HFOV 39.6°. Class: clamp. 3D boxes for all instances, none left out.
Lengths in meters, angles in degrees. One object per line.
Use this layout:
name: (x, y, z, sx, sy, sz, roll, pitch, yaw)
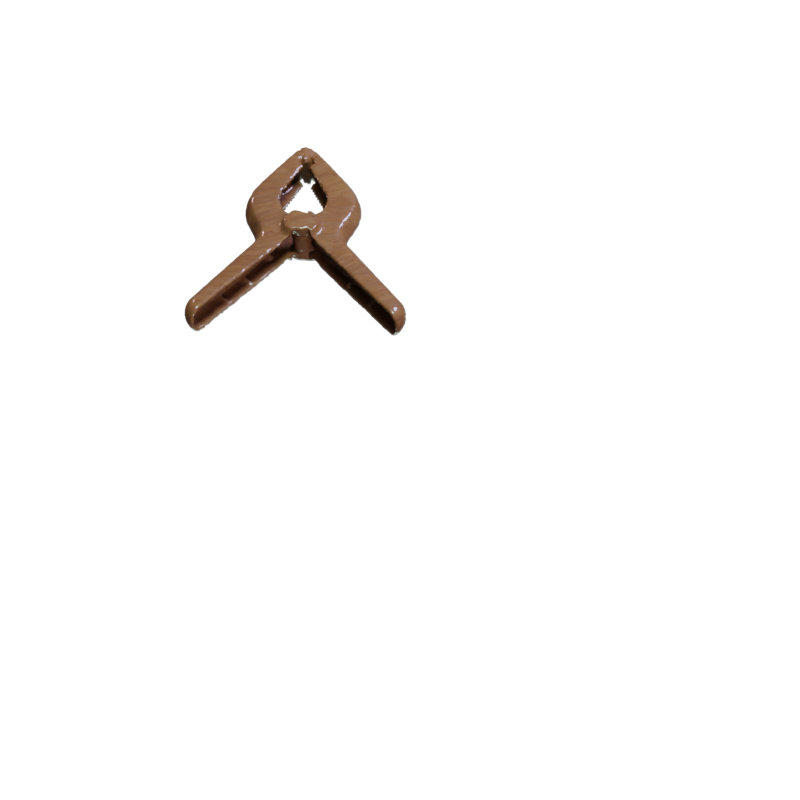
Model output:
clamp: (-0.070, -0.127, 0.889, 0.166, 0.223, 0.034, 5, -44, 5)
